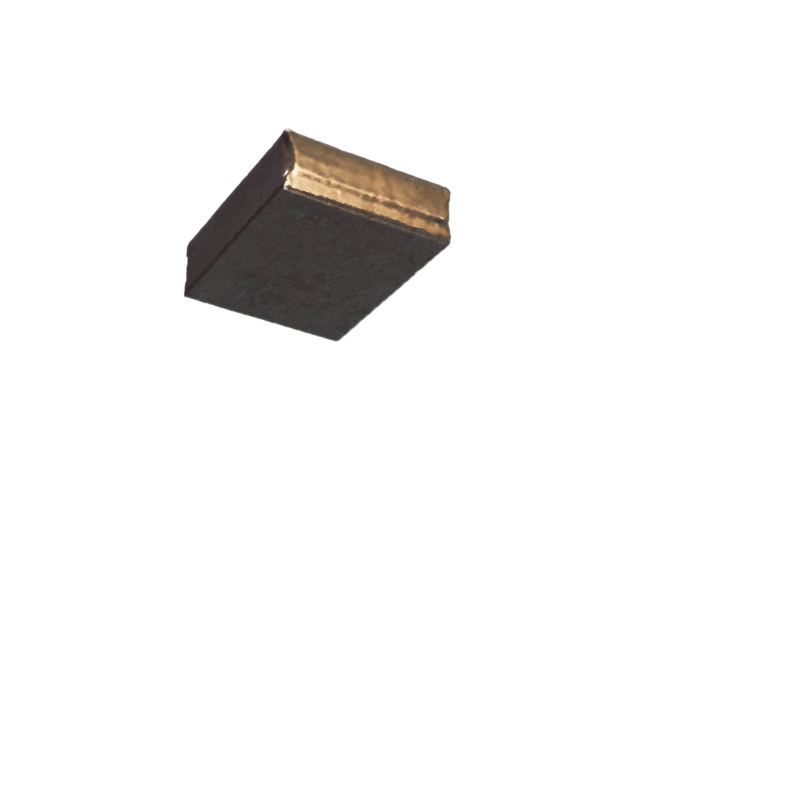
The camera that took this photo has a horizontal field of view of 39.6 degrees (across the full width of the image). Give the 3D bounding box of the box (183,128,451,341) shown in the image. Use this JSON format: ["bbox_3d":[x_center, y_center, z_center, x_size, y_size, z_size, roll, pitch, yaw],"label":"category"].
[{"bbox_3d":[-0.034,-0.062,0.436,0.070,0.032,0.088,17,-34,-27],"label":"box"}]
